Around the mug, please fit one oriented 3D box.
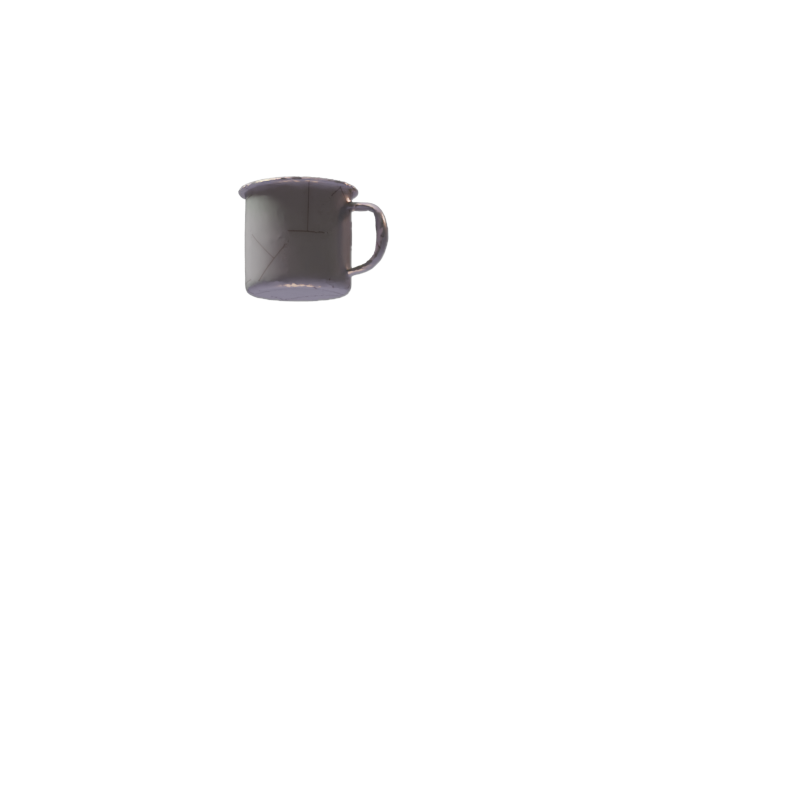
[{"bbox_3d":[-0.066,-0.121,0.845,0.119,0.083,0.090,-2,-7,14],"label":"mug"}]
